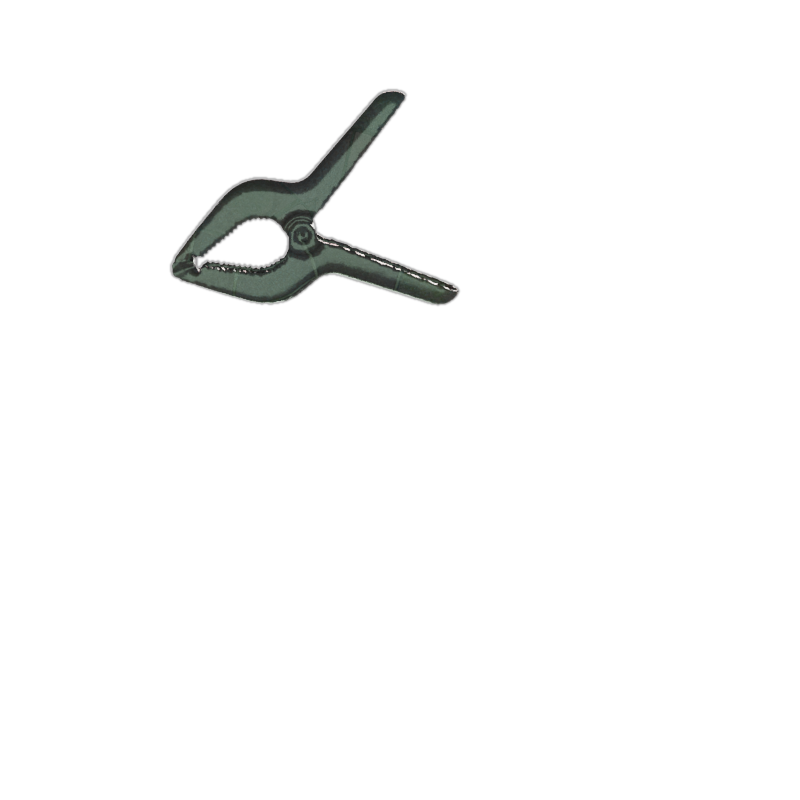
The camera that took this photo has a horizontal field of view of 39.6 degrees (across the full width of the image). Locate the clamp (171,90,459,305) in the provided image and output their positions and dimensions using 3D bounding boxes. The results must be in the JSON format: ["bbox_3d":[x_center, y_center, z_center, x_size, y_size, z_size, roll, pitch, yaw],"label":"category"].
[{"bbox_3d":[-0.065,-0.118,0.830,0.210,0.161,0.037,-22,8,3],"label":"clamp"}]
